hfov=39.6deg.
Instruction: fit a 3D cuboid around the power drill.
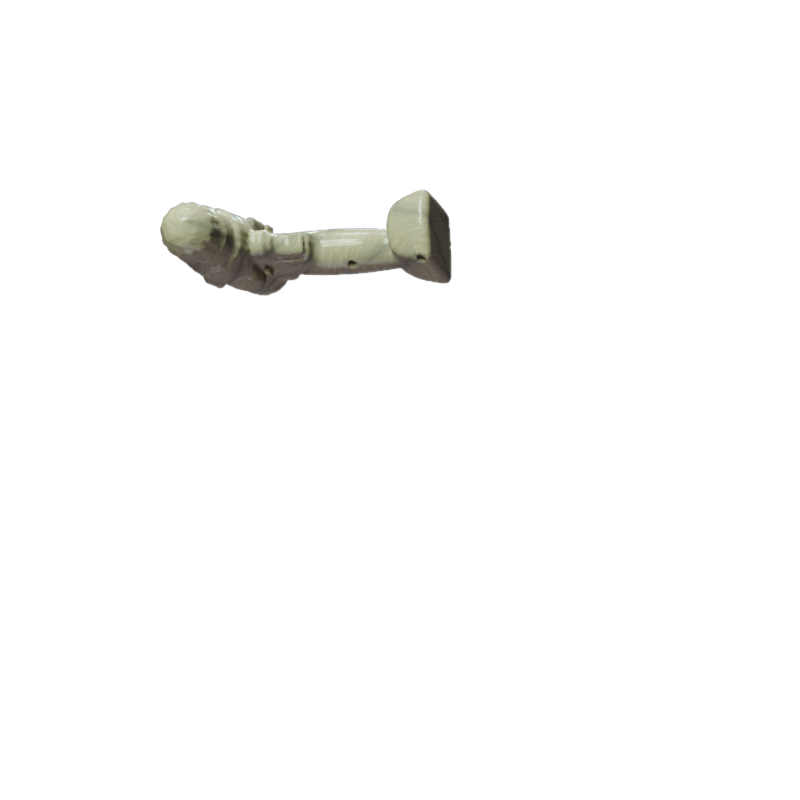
[{"bbox_3d":[-0.064,-0.116,0.814,0.191,0.058,0.178,-1,-3,15],"label":"power drill"}]
